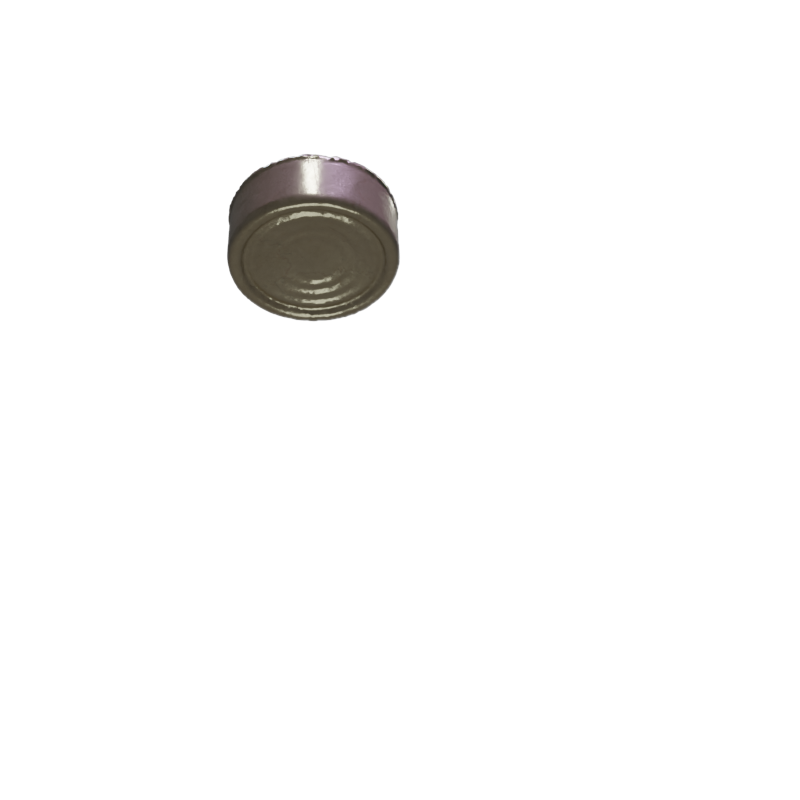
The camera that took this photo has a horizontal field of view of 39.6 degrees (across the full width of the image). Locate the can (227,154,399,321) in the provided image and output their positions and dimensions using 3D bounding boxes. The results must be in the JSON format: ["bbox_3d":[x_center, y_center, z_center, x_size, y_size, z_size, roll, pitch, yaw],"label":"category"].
[{"bbox_3d":[-0.043,-0.078,0.550,0.086,0.036,0.080,1,-42,-1],"label":"can"}]
